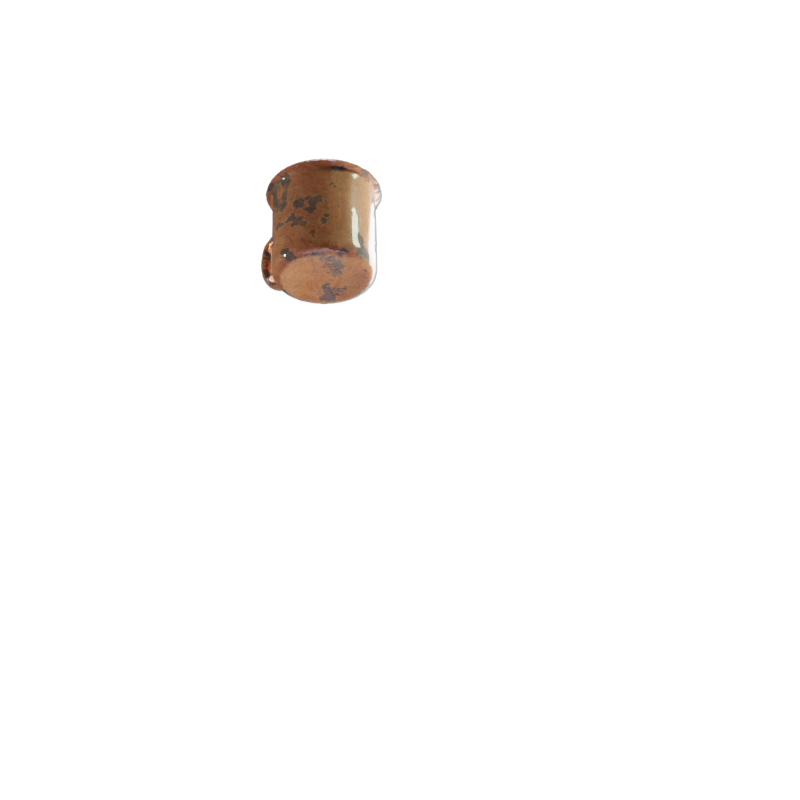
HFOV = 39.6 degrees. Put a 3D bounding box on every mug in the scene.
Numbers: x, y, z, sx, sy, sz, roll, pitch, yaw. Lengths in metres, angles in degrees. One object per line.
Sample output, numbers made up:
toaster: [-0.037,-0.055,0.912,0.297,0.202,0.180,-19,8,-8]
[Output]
mug: [-0.069,-0.125,0.877,0.117,0.087,0.087,-25,-38,35]
